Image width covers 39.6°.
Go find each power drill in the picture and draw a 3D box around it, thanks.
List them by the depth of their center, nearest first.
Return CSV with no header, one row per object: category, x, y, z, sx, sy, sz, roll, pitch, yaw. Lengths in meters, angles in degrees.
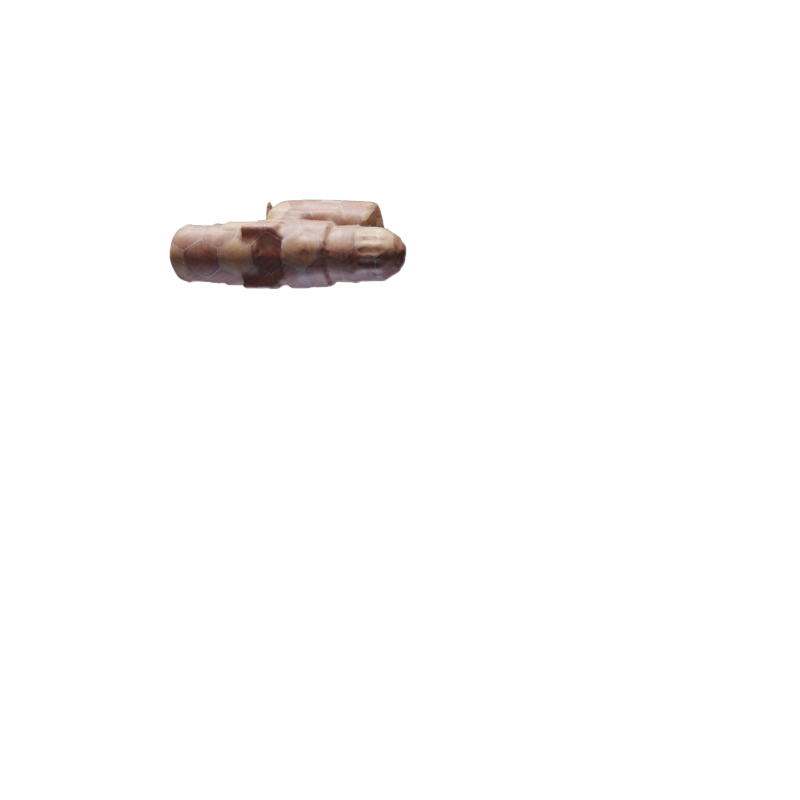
power drill,-0.071,-0.129,0.901,0.189,0.056,0.188,4,14,15
